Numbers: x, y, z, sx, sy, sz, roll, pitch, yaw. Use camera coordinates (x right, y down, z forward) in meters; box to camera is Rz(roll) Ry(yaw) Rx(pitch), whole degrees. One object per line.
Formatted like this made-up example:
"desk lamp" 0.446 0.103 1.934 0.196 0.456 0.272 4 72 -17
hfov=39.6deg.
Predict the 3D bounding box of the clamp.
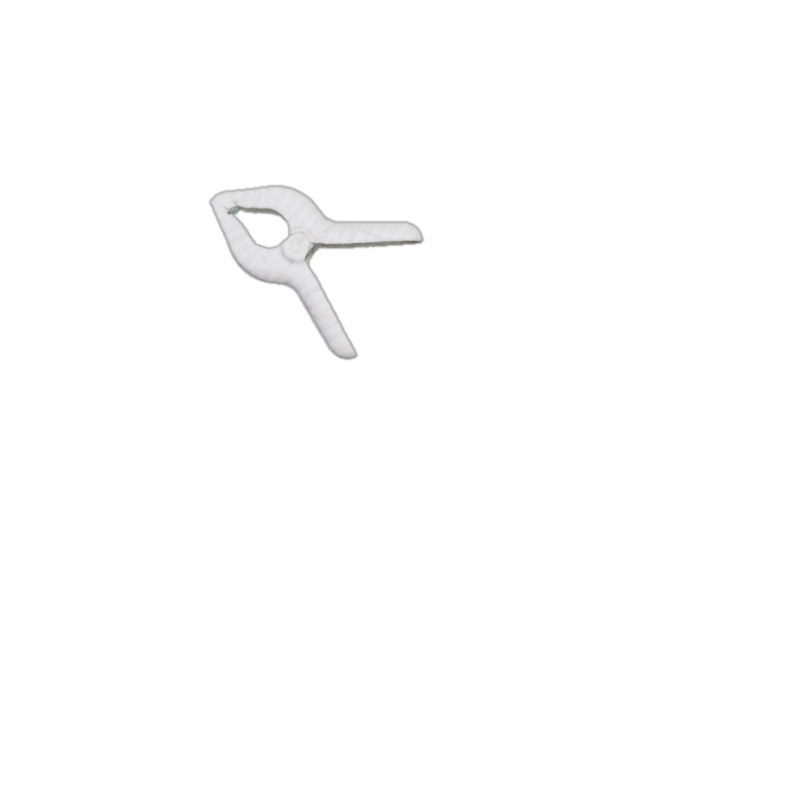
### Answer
"clamp" -0.070 -0.128 0.900 0.175 0.121 0.038 38 -10 8
